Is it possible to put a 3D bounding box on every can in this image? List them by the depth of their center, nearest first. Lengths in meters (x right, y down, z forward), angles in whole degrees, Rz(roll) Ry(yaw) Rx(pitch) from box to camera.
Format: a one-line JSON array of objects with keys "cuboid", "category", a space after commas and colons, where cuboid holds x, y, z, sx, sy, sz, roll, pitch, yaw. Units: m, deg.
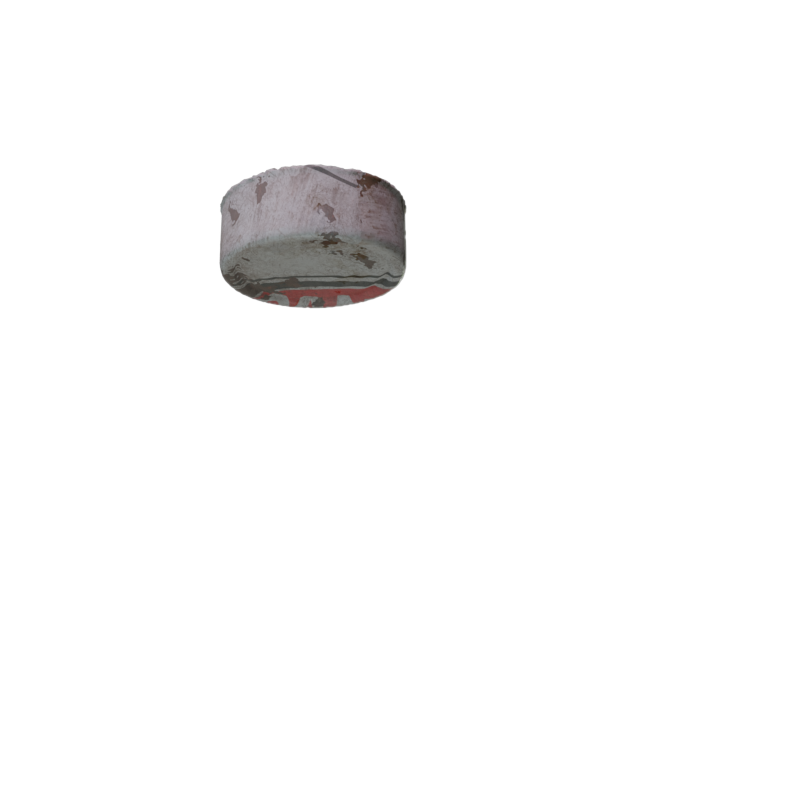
[{"cuboid": [-0.039, -0.072, 0.504, 0.086, 0.035, 0.082, 0, -19, -2], "category": "can"}]
